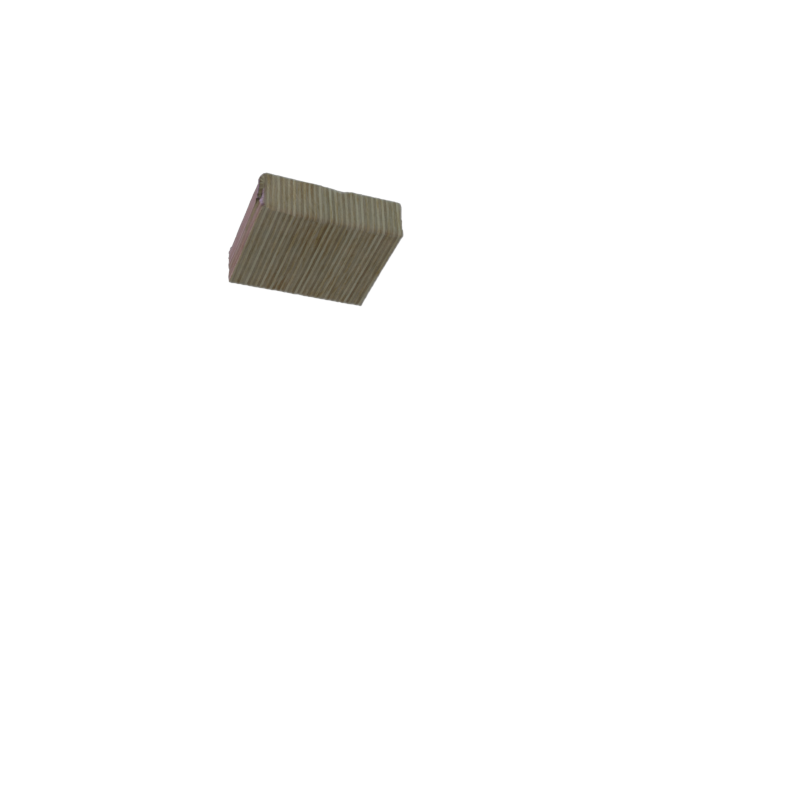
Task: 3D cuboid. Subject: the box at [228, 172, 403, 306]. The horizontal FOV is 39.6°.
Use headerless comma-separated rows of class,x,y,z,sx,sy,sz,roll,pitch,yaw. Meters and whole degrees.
box,-0.052,-0.095,0.666,0.087,0.032,0.070,11,-37,-16
